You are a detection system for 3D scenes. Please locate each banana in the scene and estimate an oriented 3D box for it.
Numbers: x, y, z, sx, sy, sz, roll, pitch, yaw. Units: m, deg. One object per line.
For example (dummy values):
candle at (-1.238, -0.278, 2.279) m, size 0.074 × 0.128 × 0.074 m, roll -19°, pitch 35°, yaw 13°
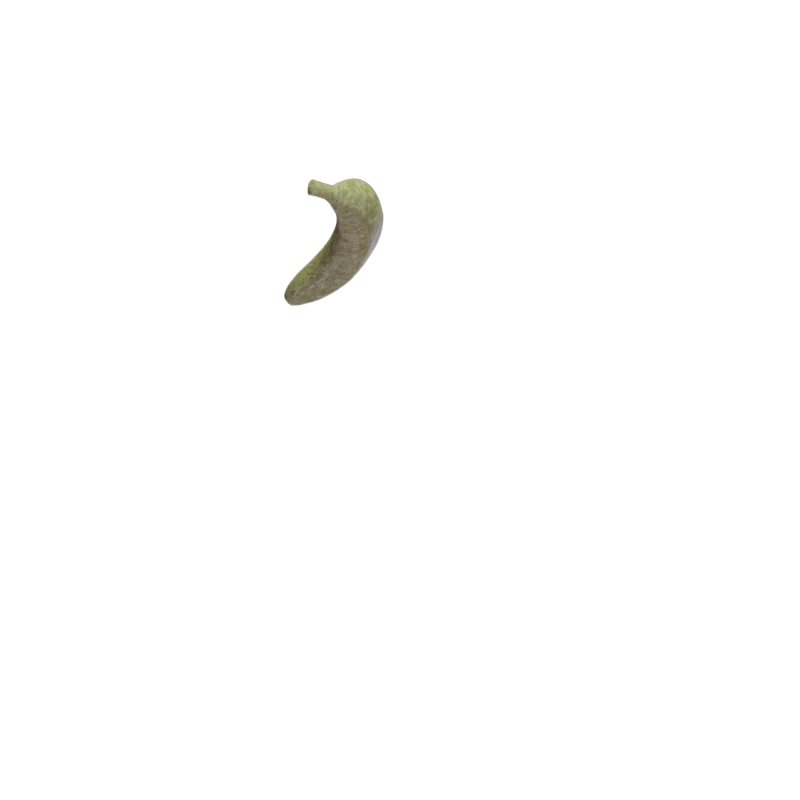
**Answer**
banana at (-0.053, -0.131, 0.914) m, size 0.069 × 0.039 × 0.188 m, roll 4°, pitch -25°, yaw -9°
